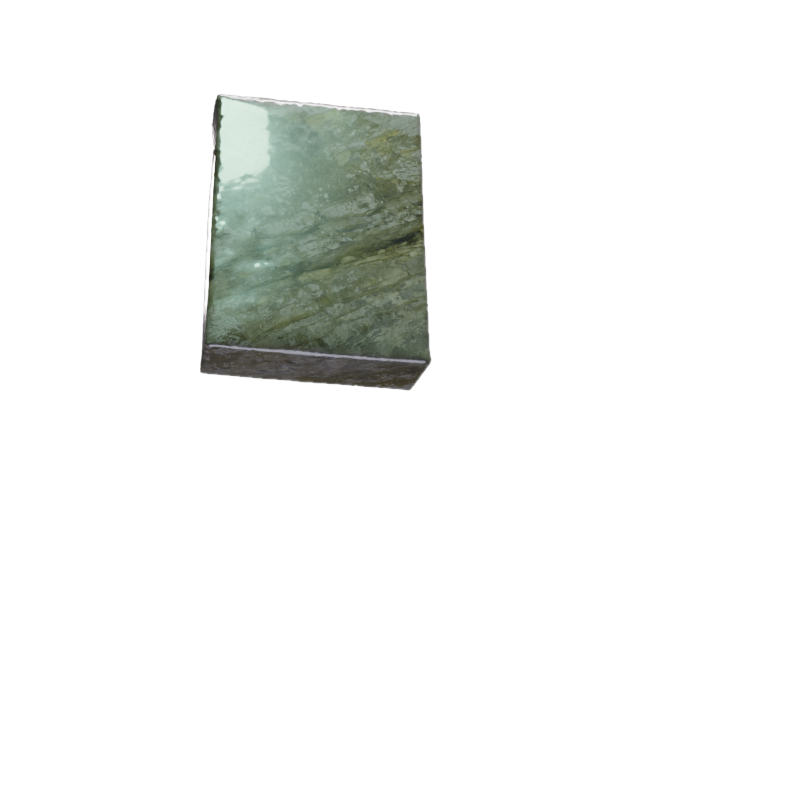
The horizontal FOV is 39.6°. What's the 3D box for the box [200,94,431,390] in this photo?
[{"bbox_3d":[-0.066,-0.121,0.849,0.162,0.226,0.069,3,-26,-10],"label":"box"}]
